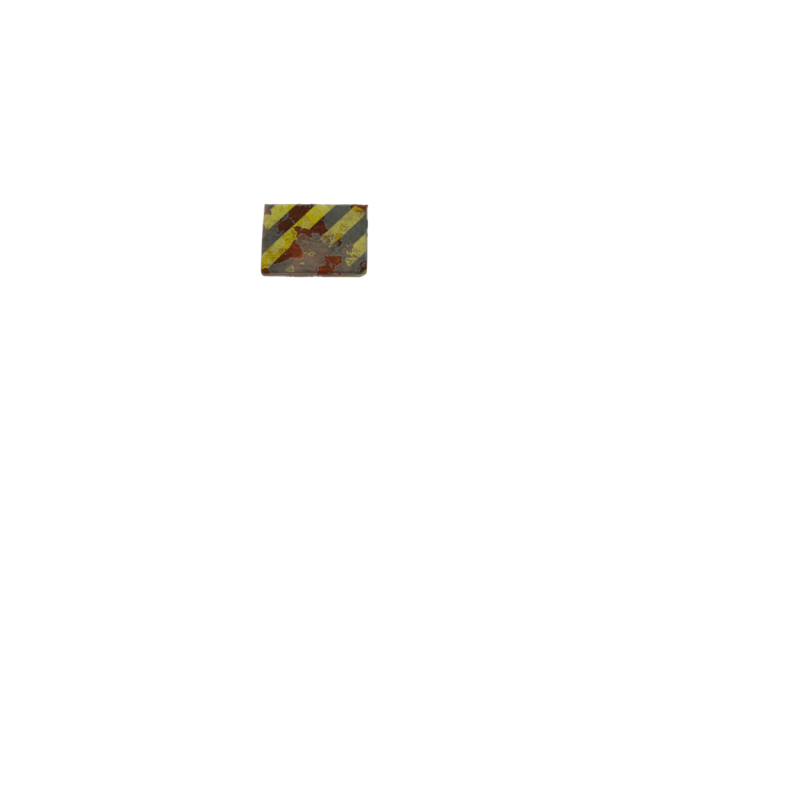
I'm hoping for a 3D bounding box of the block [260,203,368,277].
[{"bbox_3d":[-0.064,-0.118,0.824,0.078,0.052,0.053,0,0,-4],"label":"block"}]
